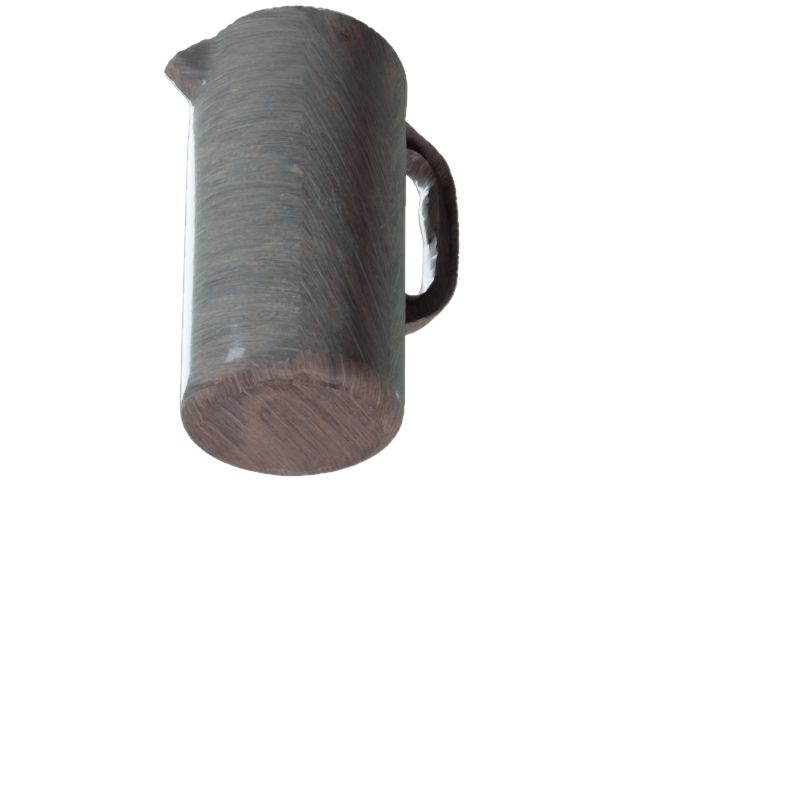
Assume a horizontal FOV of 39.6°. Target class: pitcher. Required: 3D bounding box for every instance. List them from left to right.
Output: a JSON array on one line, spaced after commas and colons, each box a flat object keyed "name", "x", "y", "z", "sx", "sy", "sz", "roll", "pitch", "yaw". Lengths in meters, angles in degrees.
[{"name": "pitcher", "x": -0.047, "y": -0.086, "z": 0.604, "sx": 0.150, "sy": 0.260, "sz": 0.134, "roll": -10, "pitch": -37, "yaw": 10}]
